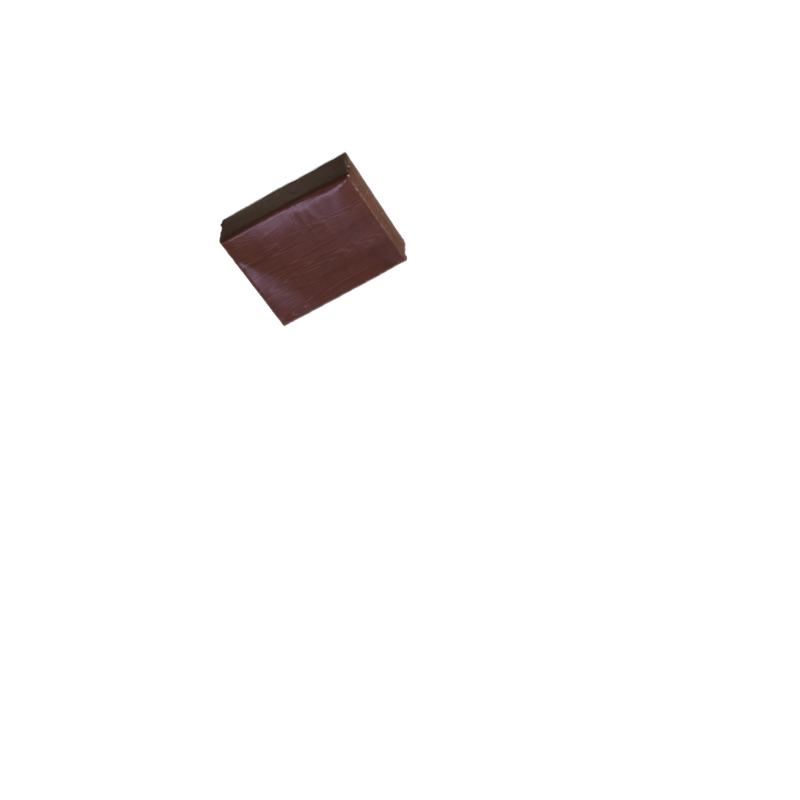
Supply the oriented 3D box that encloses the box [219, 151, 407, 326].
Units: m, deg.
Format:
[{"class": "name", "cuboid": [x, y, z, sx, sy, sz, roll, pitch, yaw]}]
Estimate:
[{"class": "box", "cuboid": [-0.065, -0.118, 0.829, 0.114, 0.084, 0.041, -26, 31, 16]}]
